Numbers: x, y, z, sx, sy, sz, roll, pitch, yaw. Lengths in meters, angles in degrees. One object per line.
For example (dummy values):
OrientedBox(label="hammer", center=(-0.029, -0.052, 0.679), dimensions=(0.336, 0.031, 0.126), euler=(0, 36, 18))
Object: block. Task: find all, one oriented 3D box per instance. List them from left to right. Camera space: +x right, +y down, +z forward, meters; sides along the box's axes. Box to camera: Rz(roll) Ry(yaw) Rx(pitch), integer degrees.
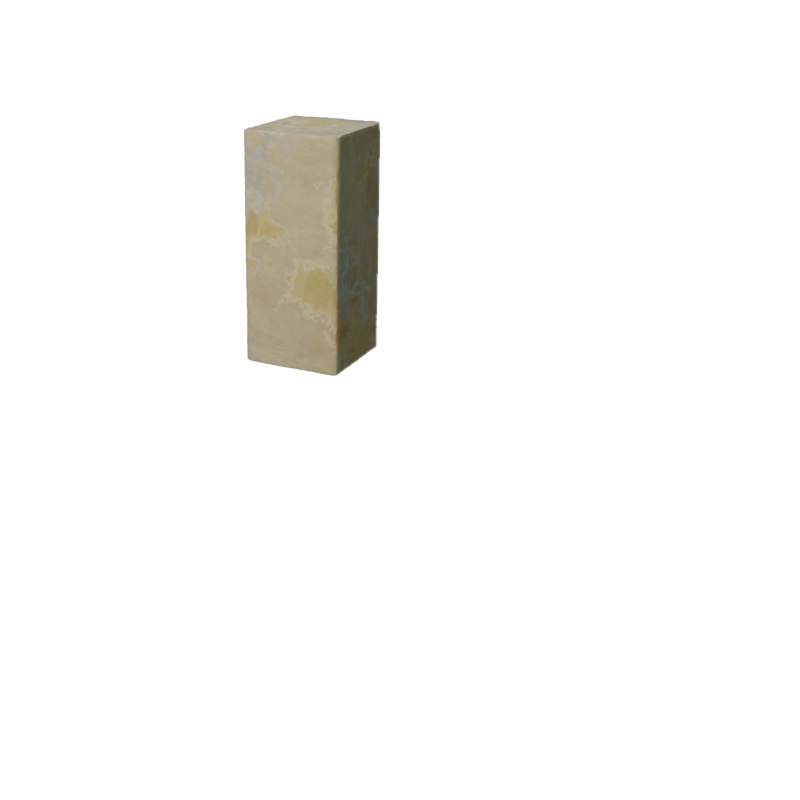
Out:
OrientedBox(label="block", center=(-0.075, -0.138, 0.969), dimensions=(0.094, 0.199, 0.091), euler=(9, 18, 24))
